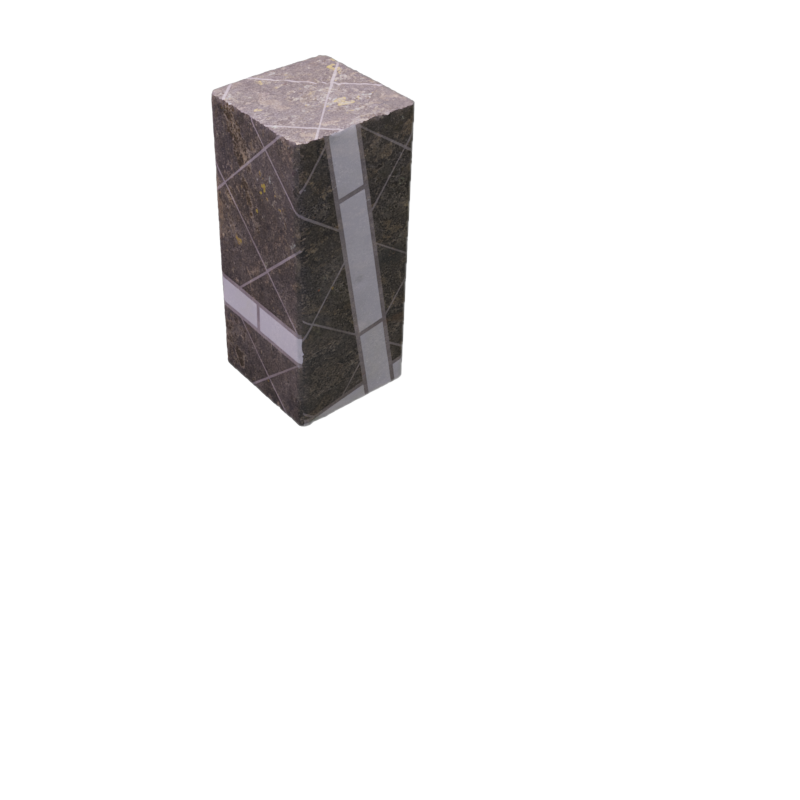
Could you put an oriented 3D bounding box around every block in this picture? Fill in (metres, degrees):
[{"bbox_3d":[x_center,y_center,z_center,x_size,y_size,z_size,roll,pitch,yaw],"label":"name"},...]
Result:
[{"bbox_3d":[-0.056,-0.101,0.706,0.090,0.193,0.097,-25,45,-32],"label":"block"}]
